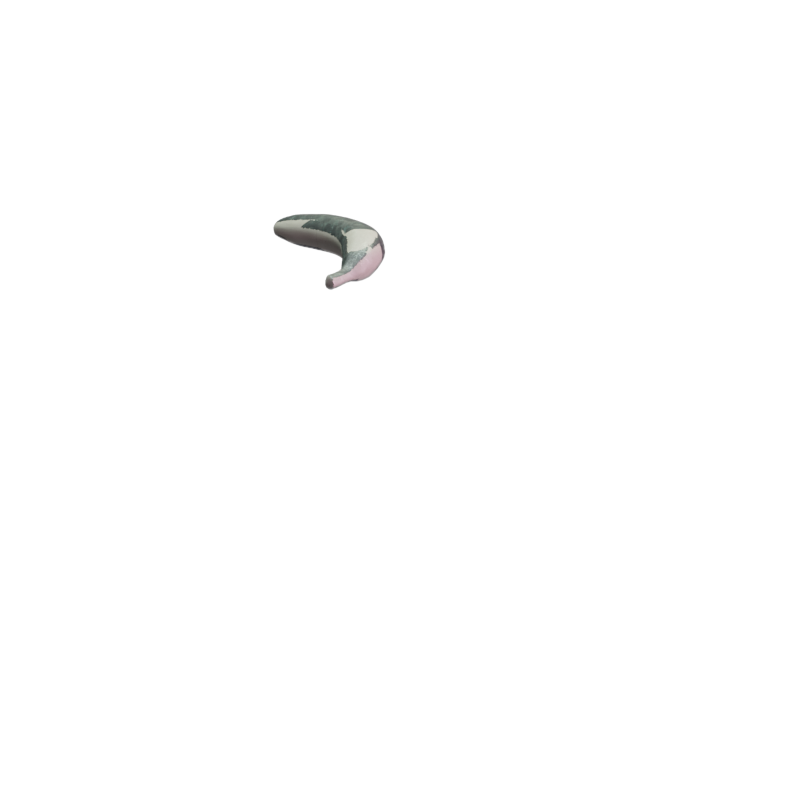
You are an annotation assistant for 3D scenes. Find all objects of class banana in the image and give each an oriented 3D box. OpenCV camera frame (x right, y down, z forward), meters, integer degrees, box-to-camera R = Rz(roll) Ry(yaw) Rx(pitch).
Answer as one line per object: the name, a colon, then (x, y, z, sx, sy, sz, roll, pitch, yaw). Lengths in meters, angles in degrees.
banana: (-0.058, -0.140, 0.979, 0.068, 0.035, 0.209, -6, 20, -17)
